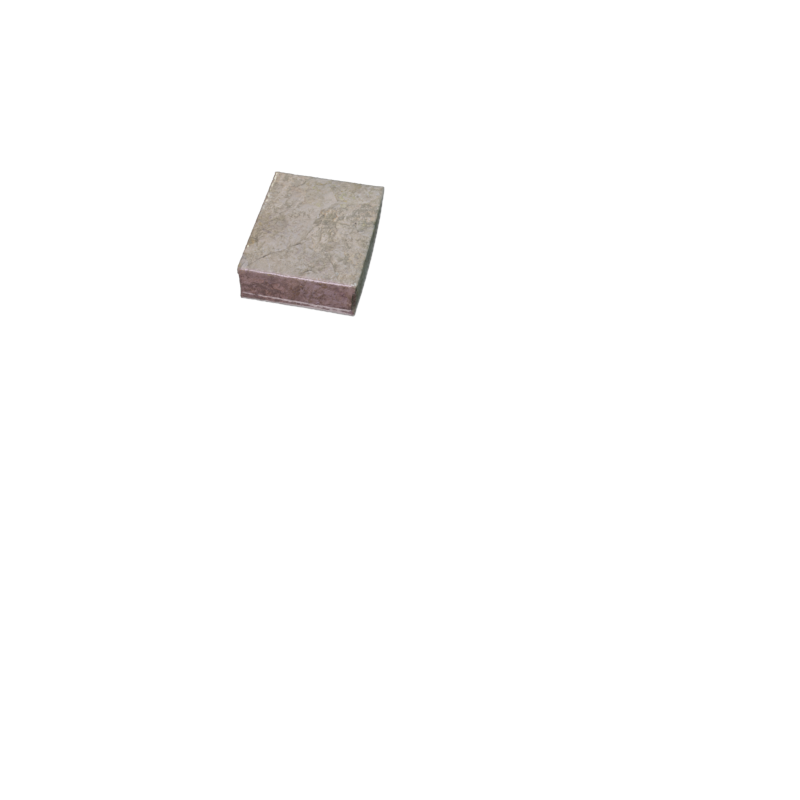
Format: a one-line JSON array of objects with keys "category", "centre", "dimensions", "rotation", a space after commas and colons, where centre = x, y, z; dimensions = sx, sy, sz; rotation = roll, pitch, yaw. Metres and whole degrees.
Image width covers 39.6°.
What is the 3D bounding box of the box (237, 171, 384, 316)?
[{"category": "box", "centre": [-0.066, -0.121, 0.846], "dimensions": [0.091, 0.120, 0.036], "rotation": [9, -42, 7]}]
